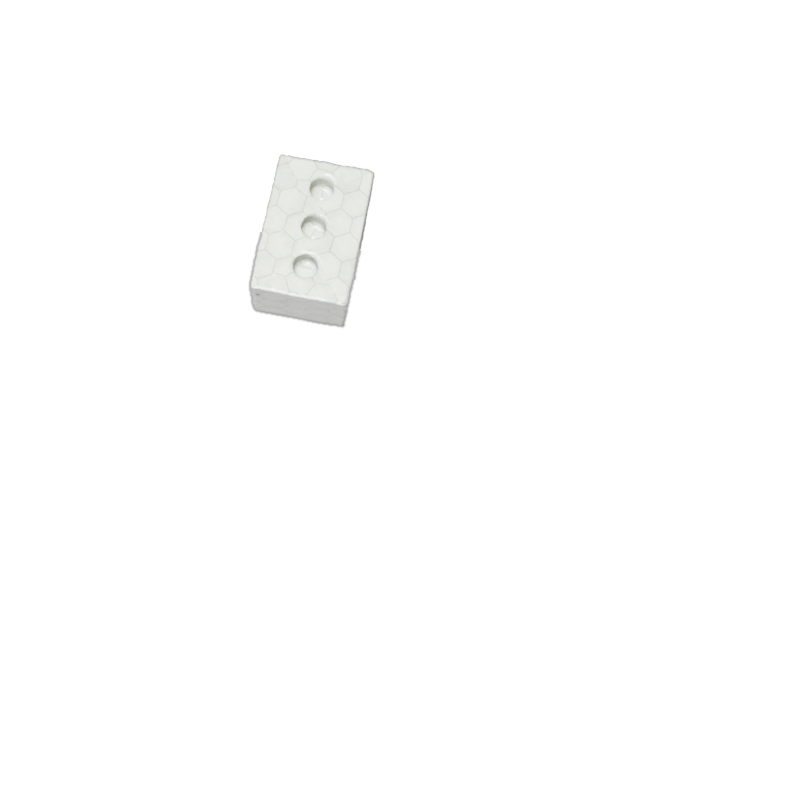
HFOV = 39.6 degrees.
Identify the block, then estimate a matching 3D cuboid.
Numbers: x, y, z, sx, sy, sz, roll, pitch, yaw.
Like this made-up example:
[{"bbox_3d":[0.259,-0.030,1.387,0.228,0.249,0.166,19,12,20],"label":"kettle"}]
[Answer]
[{"bbox_3d":[-0.047,-0.085,0.598,0.053,0.081,0.049,10,-16,1],"label":"block"}]
